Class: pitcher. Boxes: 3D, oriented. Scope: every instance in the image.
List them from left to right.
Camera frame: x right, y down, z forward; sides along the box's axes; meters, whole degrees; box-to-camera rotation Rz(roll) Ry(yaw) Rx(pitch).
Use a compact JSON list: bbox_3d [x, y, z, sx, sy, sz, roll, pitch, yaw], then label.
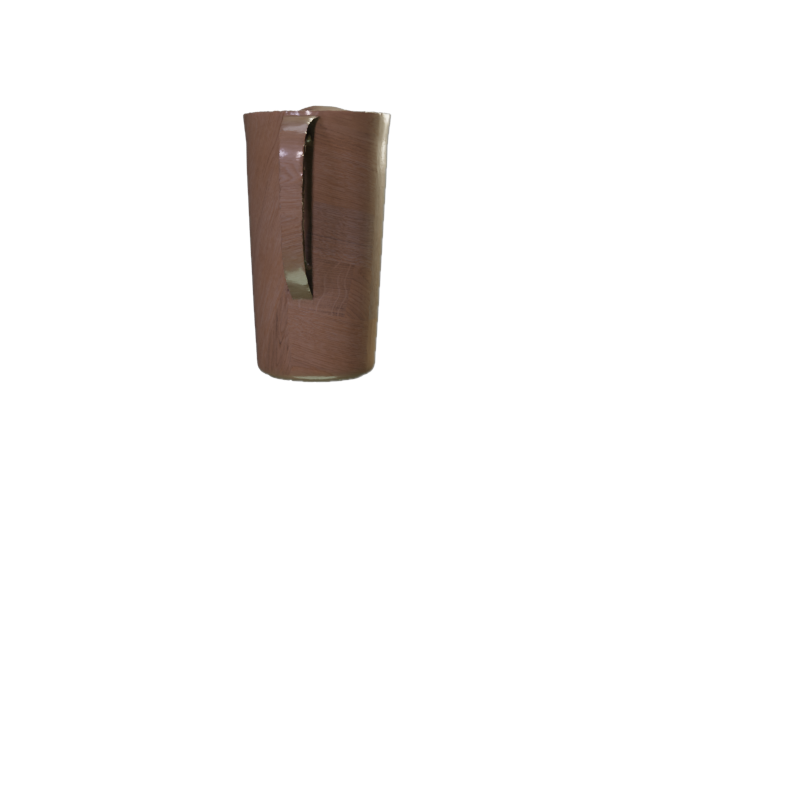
[{"bbox_3d":[-0.078,-0.142,0.994,0.144,0.241,0.151,-3,6,-37],"label":"pitcher"}]
